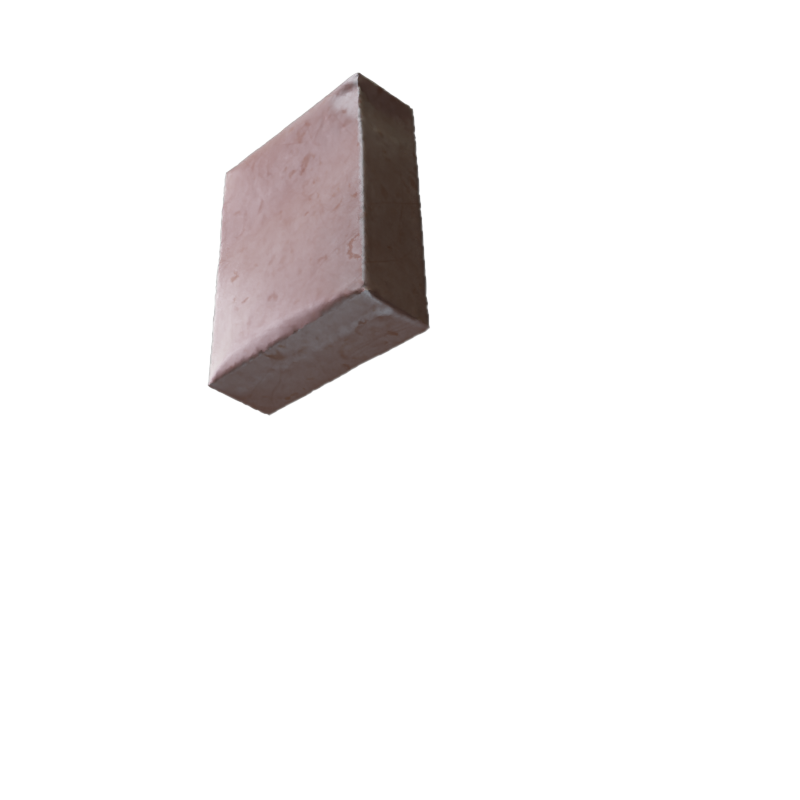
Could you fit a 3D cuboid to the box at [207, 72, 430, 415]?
[{"bbox_3d":[-0.066,-0.120,0.838,0.164,0.229,0.067,-29,-43,33],"label":"box"}]
